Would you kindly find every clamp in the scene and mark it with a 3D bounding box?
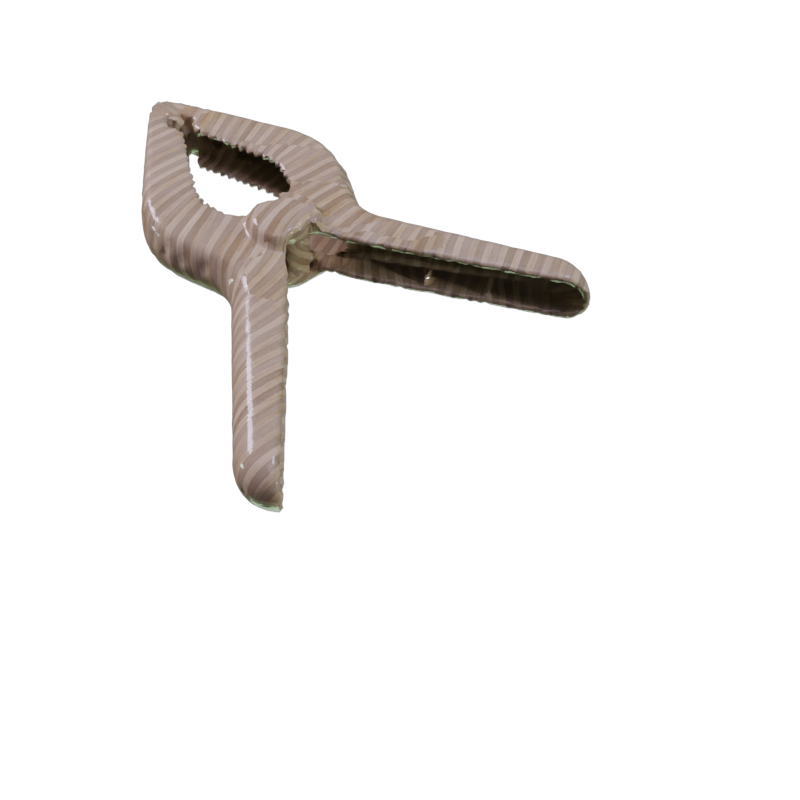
[{"bbox_3d":[-0.037,-0.067,0.471,0.164,0.034,0.226,-24,53,-20],"label":"clamp"}]
